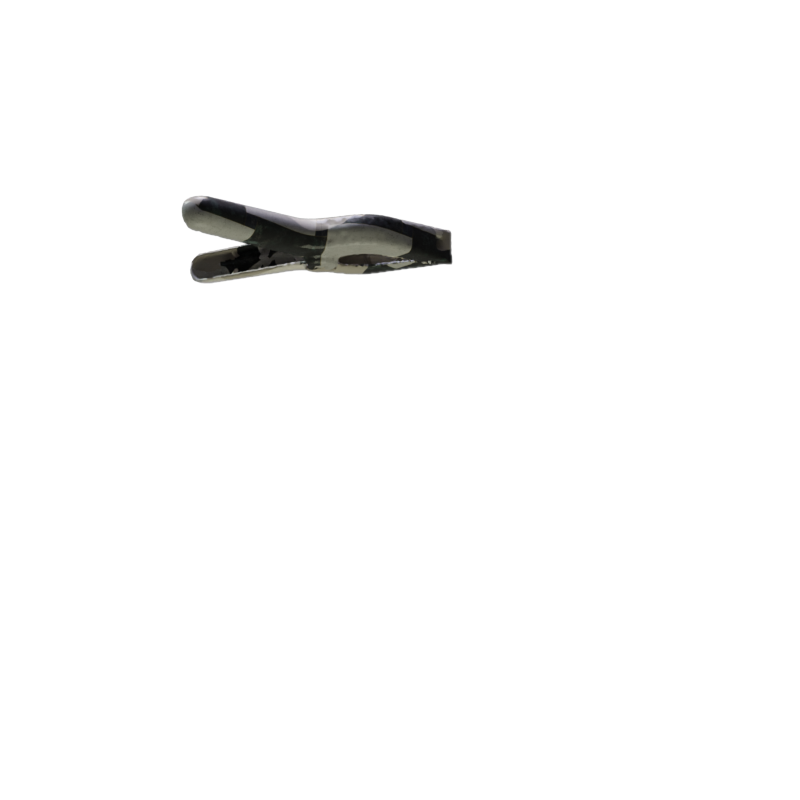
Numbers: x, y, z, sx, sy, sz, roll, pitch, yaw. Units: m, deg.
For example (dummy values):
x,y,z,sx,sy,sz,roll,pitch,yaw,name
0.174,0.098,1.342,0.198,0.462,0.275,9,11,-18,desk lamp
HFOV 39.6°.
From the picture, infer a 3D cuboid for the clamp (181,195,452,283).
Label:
x,y,z,sx,sy,sz,roll,pitch,yaw,name
-0.065,-0.119,0.834,0.210,0.037,0.159,0,-8,1,clamp
